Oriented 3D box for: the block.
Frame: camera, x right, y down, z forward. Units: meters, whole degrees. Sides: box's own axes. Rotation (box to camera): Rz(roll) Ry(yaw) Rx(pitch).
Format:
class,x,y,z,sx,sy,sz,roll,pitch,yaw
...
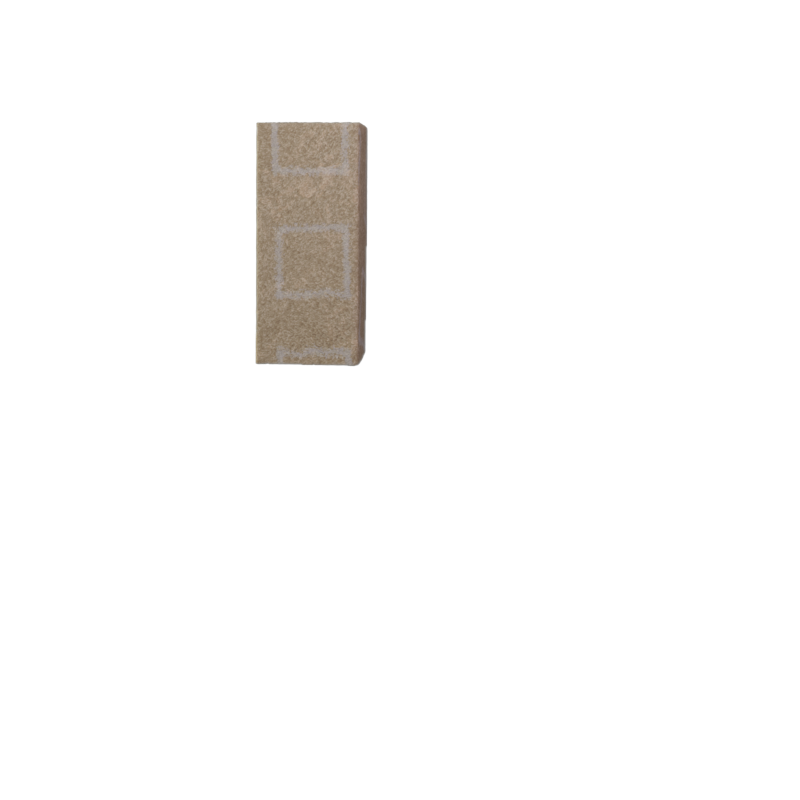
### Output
class,x,y,z,sx,sy,sz,roll,pitch,yaw
block,-0.076,-0.140,0.980,0.091,0.205,0.090,1,4,5
